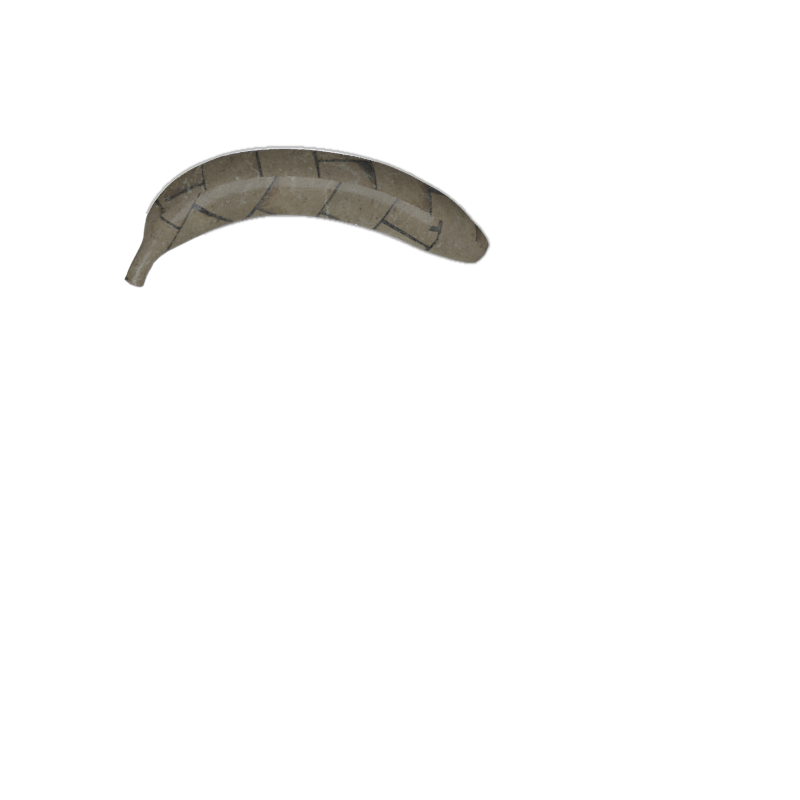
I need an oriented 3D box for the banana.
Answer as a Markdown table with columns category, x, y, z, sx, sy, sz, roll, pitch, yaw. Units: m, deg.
| category | x | y | z | sx | sy | sz | roll | pitch | yaw |
| --- | --- | --- | --- | --- | --- | --- | --- | --- | --- |
| banana | -0.052 | -0.103 | 0.600 | 0.198 | 0.067 | 0.038 | -3 | 18 | 1 |
